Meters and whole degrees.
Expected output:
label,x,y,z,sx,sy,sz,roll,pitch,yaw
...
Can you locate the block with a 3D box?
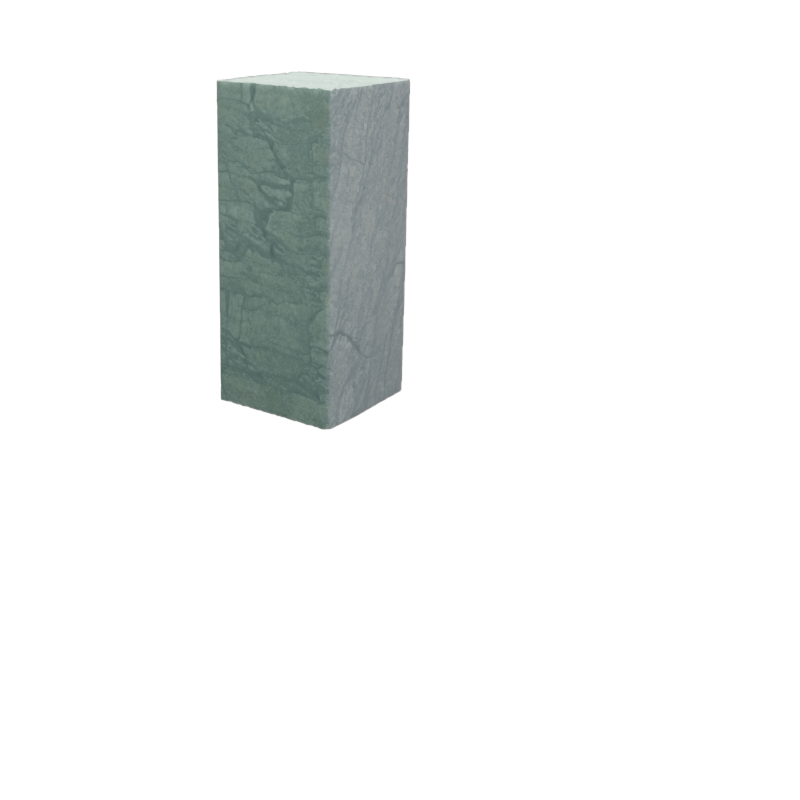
label,x,y,z,sx,sy,sz,roll,pitch,yaw
block,-0.055,-0.101,0.705,0.095,0.199,0.089,11,18,33
